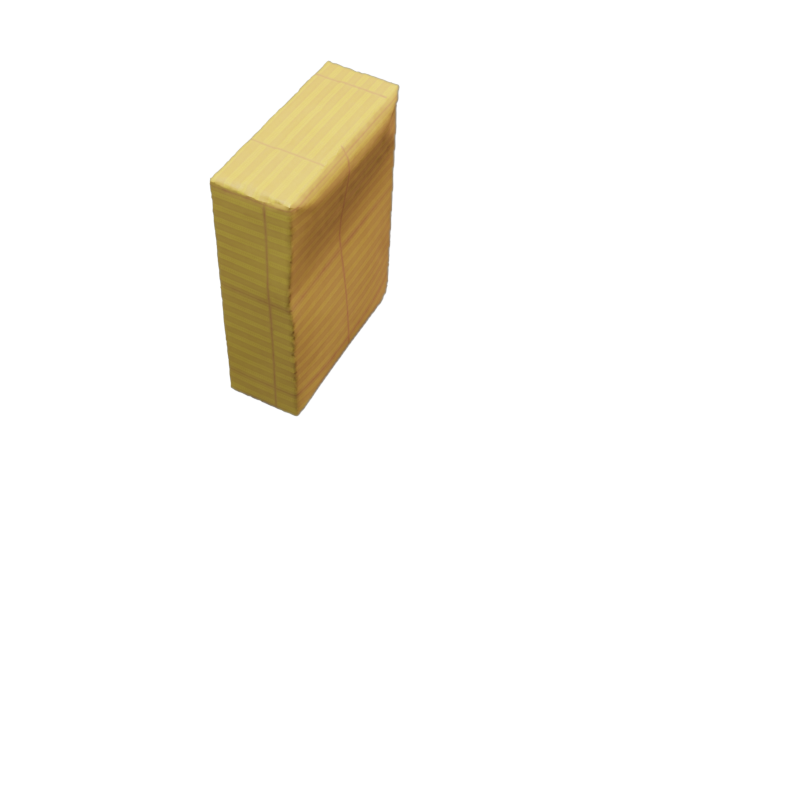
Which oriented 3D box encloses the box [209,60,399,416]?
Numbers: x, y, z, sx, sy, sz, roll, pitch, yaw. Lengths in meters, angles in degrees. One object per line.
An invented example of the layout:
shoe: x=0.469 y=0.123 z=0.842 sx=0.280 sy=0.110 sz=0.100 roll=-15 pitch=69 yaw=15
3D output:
box: x=-0.066 y=-0.120 z=0.837 sx=0.074 sy=0.199 sz=0.170 roll=21 pitch=49 yaw=15
